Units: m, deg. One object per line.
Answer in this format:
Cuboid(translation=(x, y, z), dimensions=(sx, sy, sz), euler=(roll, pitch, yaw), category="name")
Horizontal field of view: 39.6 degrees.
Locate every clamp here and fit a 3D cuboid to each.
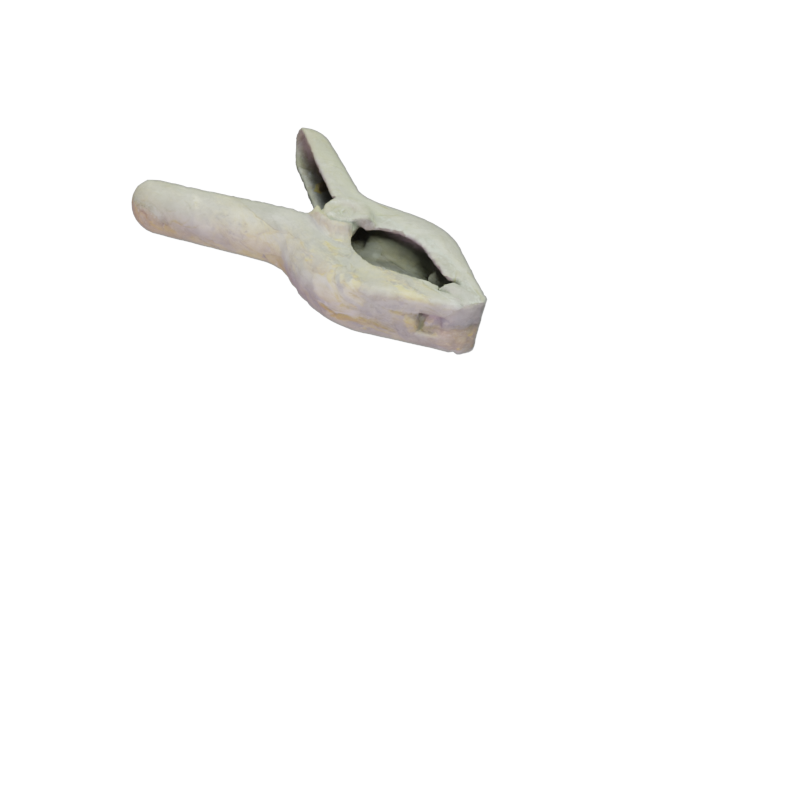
Cuboid(translation=(-0.040, -0.073, 0.508), dimensions=(0.119, 0.037, 0.185), euler=(-25, 45, -28), category="clamp")
